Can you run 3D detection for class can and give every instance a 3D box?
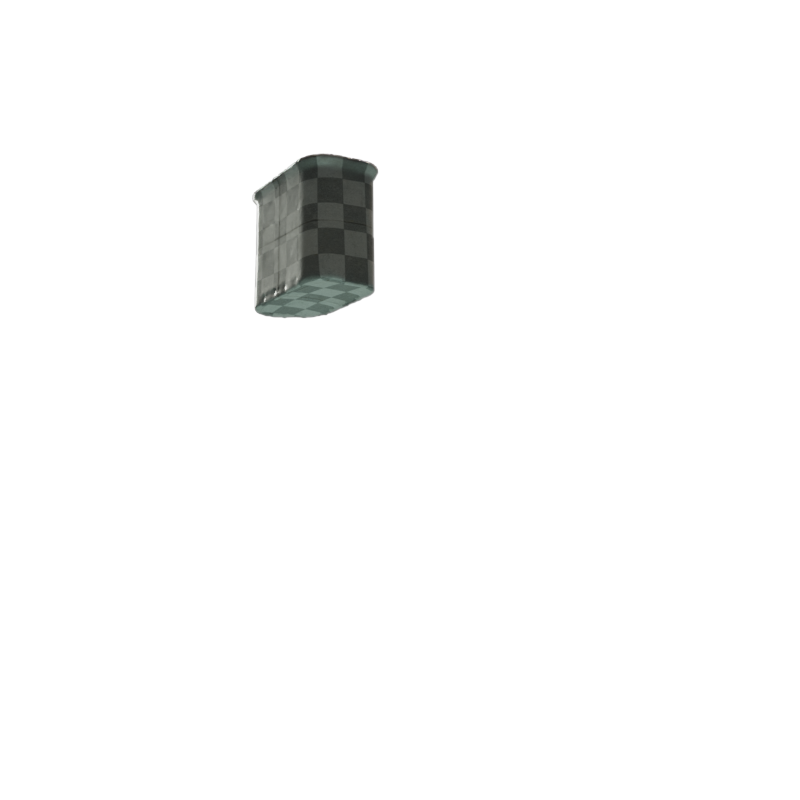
[{"bbox_3d":[-0.058,-0.105,0.735,0.055,0.087,0.102,9,-16,-30],"label":"can"}]
